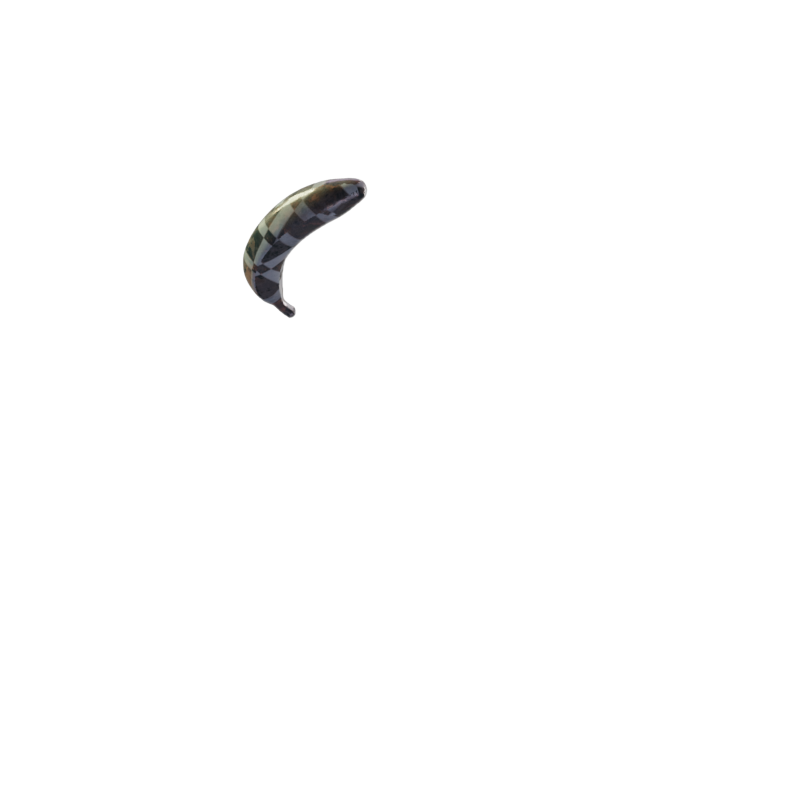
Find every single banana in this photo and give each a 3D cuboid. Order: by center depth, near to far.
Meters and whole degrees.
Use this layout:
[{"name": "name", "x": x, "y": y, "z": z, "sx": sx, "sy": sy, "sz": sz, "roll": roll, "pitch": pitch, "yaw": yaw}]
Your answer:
[{"name": "banana", "x": -0.095, "y": -0.140, "z": 0.970, "sx": 0.067, "sy": 0.039, "sz": 0.191, "roll": 12, "pitch": -32, "yaw": -20}]
